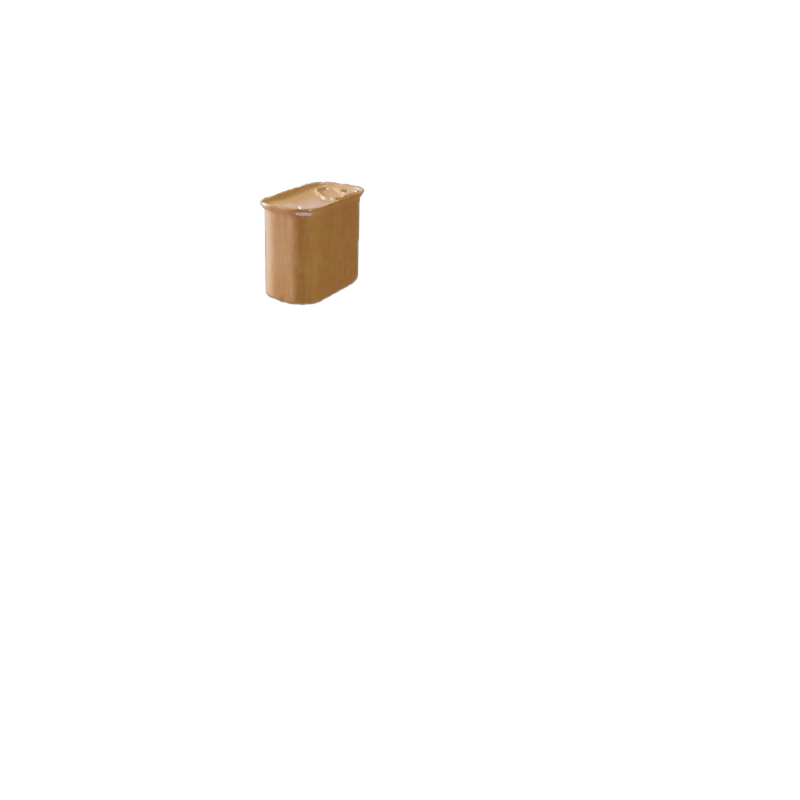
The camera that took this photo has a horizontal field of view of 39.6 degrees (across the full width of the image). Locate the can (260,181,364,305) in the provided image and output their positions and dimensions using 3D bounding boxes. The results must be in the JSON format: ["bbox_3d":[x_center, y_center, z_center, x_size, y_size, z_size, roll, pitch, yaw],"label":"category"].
[{"bbox_3d":[-0.074,-0.136,0.950,0.060,0.080,0.102,10,22,26],"label":"can"}]
